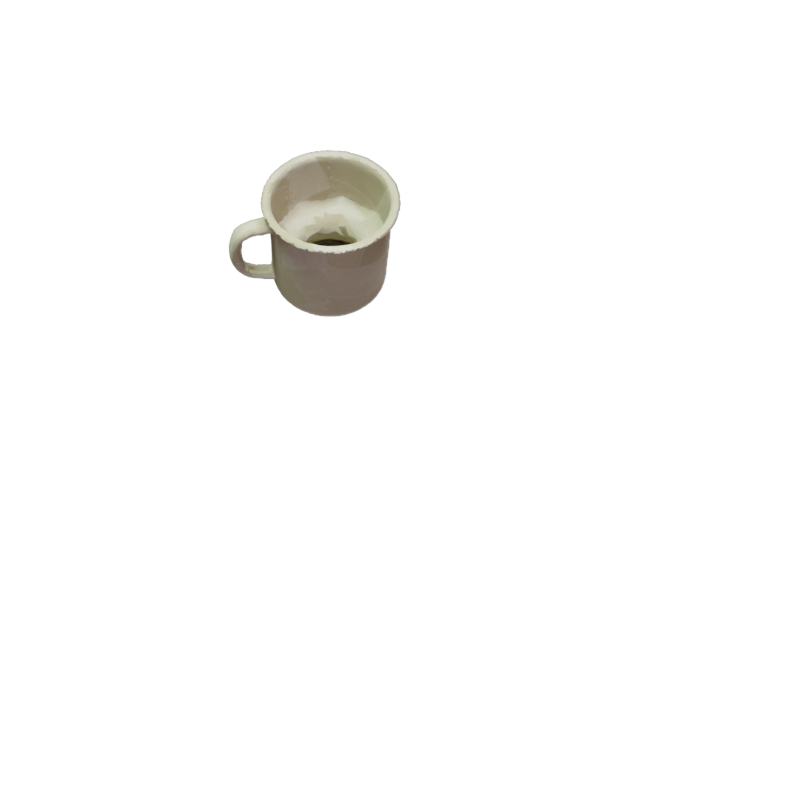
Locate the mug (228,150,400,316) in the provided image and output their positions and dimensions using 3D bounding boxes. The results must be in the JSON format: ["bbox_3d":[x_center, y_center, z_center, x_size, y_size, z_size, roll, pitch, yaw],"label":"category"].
[{"bbox_3d":[-0.060,-0.109,0.765,0.116,0.101,0.076,-13,-35,-11],"label":"mug"}]
